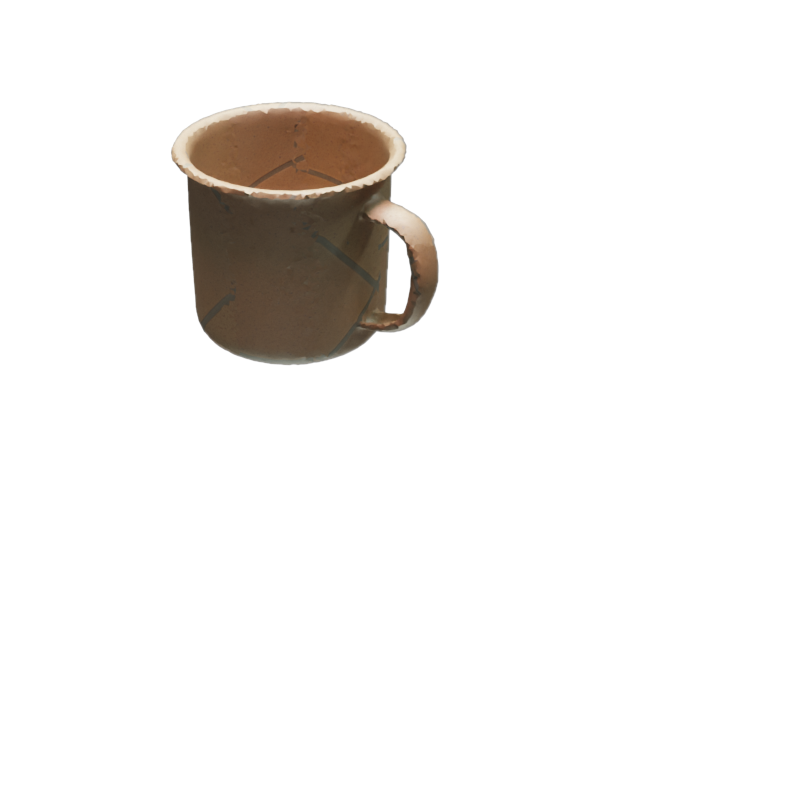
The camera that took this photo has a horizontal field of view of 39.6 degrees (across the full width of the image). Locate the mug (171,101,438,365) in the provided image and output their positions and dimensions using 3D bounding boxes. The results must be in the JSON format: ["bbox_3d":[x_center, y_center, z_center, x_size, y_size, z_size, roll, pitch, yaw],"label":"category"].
[{"bbox_3d":[-0.035,-0.065,0.452,0.123,0.077,0.094,22,38,29],"label":"mug"}]
